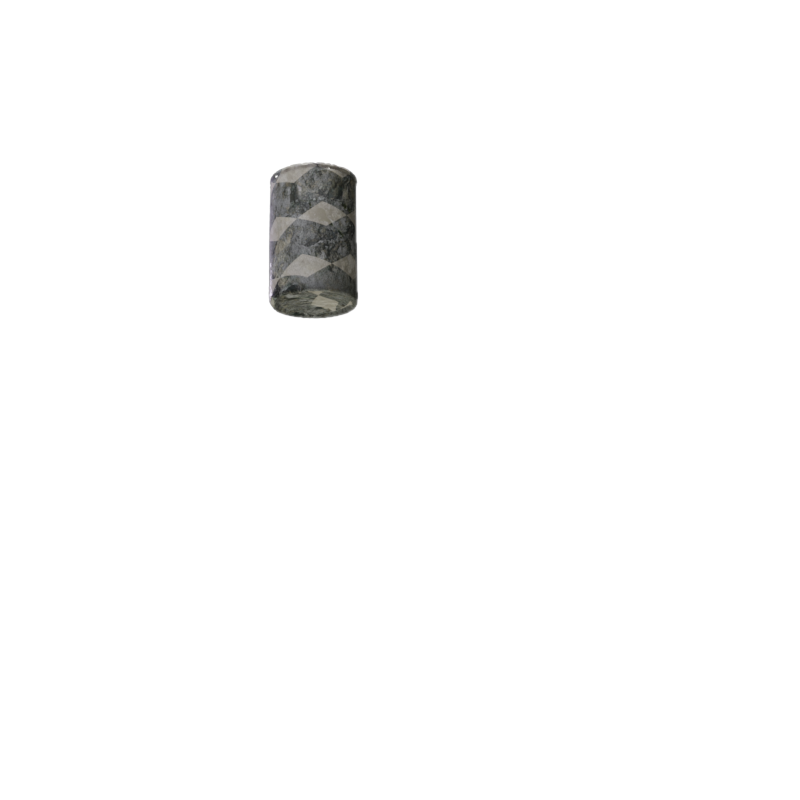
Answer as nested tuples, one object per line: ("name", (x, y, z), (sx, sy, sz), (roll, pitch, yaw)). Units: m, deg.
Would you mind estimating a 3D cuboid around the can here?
("can", (-0.066, -0.120, 0.843), (0.068, 0.107, 0.065), (0, -20, -2))
